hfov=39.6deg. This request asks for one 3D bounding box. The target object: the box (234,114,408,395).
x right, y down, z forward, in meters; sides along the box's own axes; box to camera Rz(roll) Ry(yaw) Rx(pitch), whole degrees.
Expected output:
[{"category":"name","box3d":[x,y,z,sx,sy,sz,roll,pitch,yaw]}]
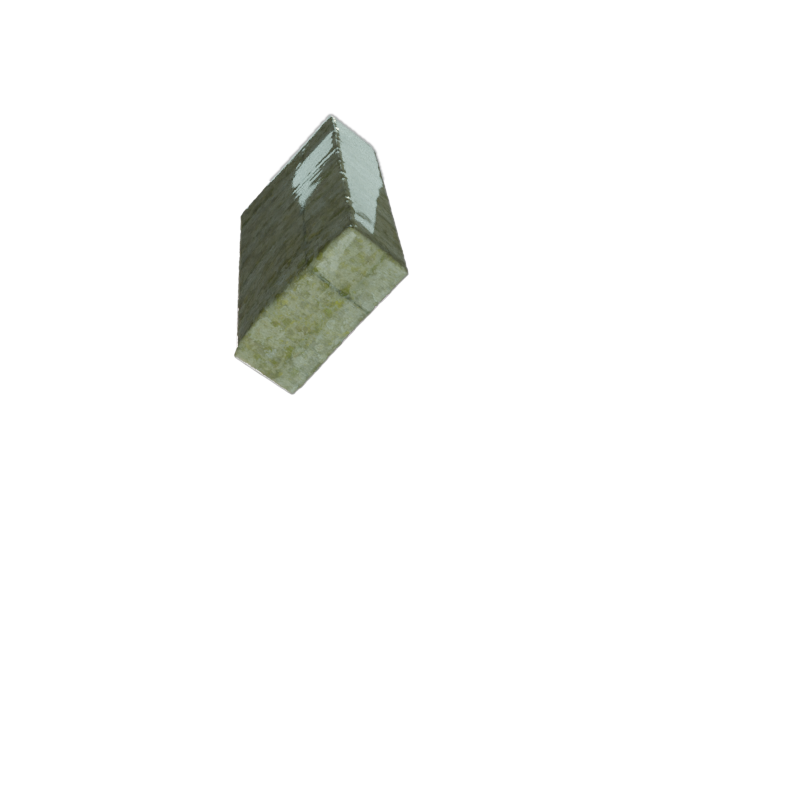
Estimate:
[{"category":"box","box3d":[-0.048,-0.089,0.621,0.046,0.092,0.187,38,20,-22]}]
